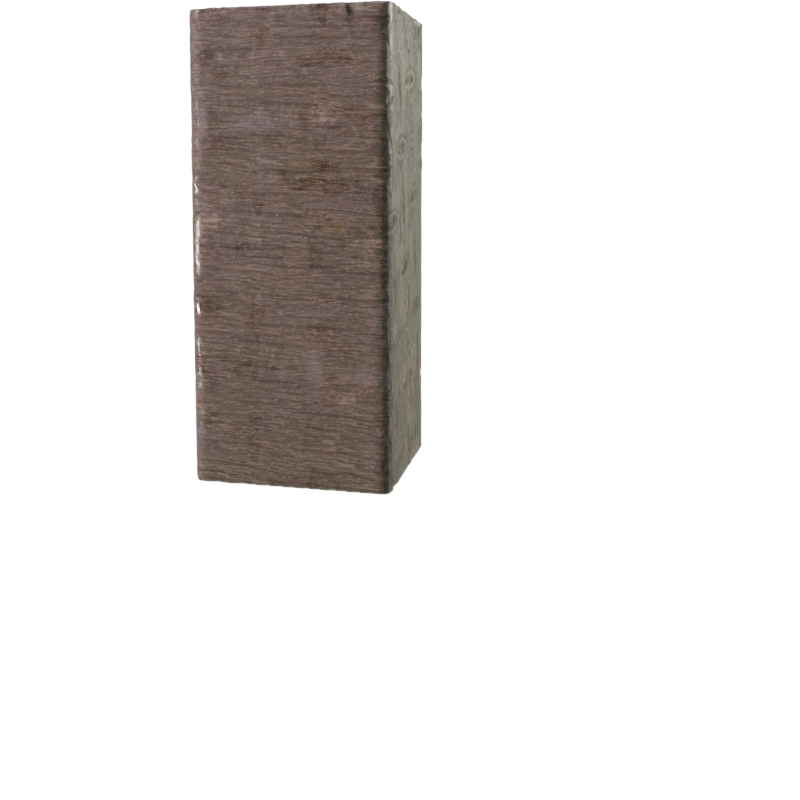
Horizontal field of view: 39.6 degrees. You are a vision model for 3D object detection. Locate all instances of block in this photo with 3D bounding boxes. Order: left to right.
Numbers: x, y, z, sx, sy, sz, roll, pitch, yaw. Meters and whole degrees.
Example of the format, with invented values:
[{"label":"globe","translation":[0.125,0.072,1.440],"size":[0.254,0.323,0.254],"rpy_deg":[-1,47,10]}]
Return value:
[{"label":"block","translation":[-0.040,-0.073,0.512],"size":[0.092,0.204,0.090],"rpy_deg":[2,6,12]}]
